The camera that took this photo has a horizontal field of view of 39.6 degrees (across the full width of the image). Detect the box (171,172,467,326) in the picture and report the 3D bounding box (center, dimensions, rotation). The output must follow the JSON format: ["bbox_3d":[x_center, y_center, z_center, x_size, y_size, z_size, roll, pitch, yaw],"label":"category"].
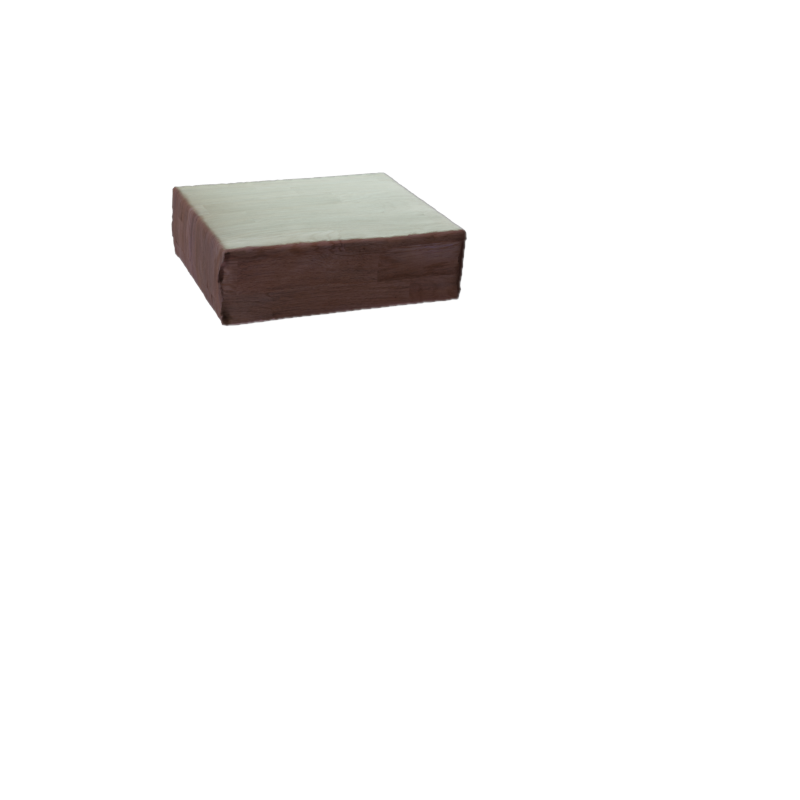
[{"bbox_3d":[-0.040,-0.072,0.505,0.111,0.037,0.096,-10,28,-20],"label":"box"}]
